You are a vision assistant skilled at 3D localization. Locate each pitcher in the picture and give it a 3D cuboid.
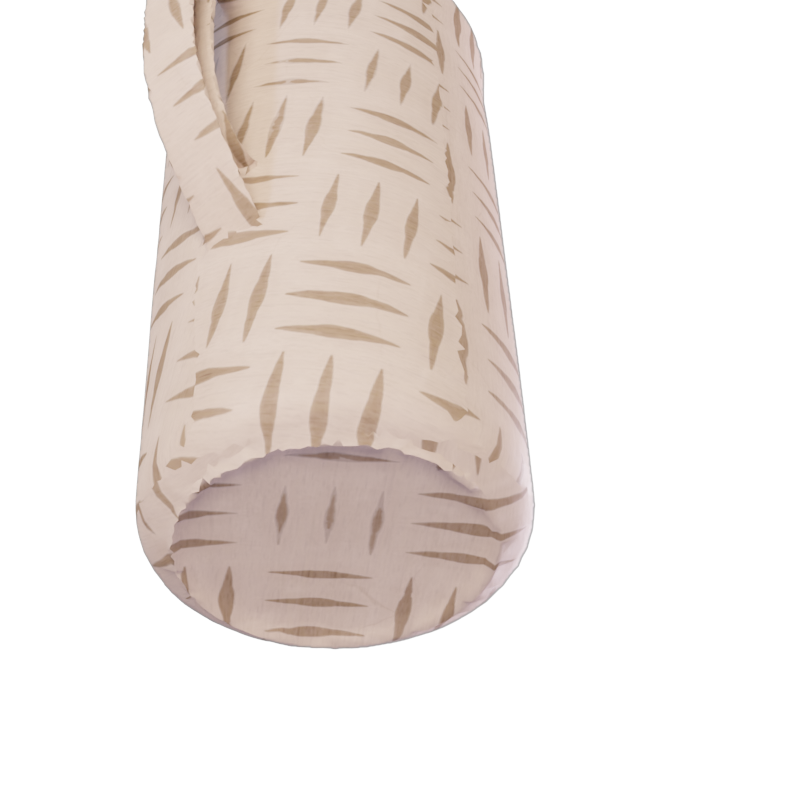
[{"bbox_3d":[-0.030,-0.054,0.381,0.146,0.138,0.261,12,41,-14],"label":"pitcher"}]
